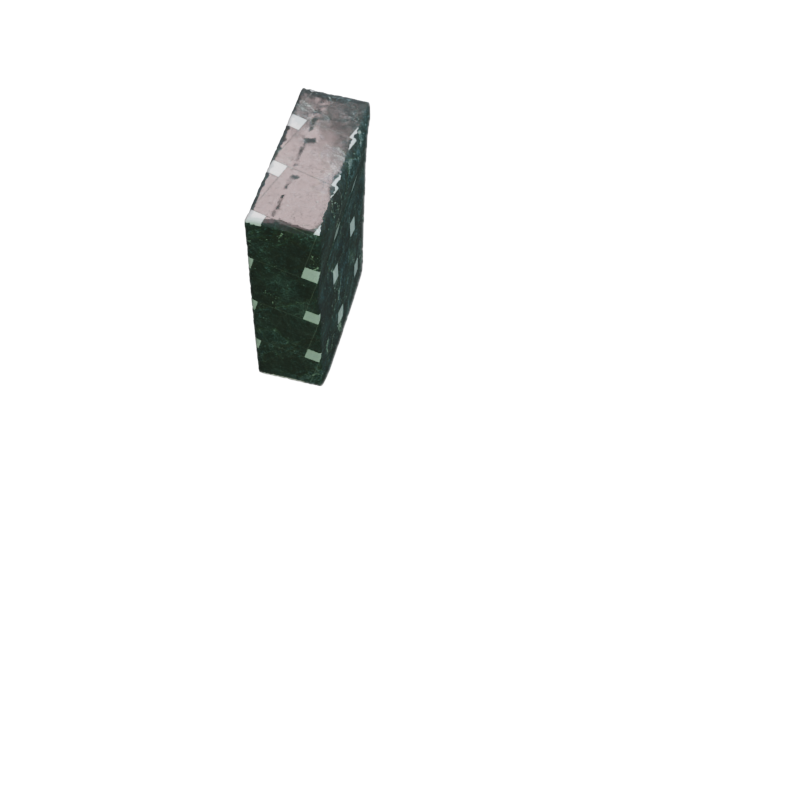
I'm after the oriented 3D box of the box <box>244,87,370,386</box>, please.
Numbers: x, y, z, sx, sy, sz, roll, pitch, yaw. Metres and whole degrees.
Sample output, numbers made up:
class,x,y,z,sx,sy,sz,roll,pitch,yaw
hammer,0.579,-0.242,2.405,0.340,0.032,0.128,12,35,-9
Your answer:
class,x,y,z,sx,sy,sz,roll,pitch,yaw
box,-0.077,-0.141,0.987,0.073,0.173,0.200,12,-36,5
